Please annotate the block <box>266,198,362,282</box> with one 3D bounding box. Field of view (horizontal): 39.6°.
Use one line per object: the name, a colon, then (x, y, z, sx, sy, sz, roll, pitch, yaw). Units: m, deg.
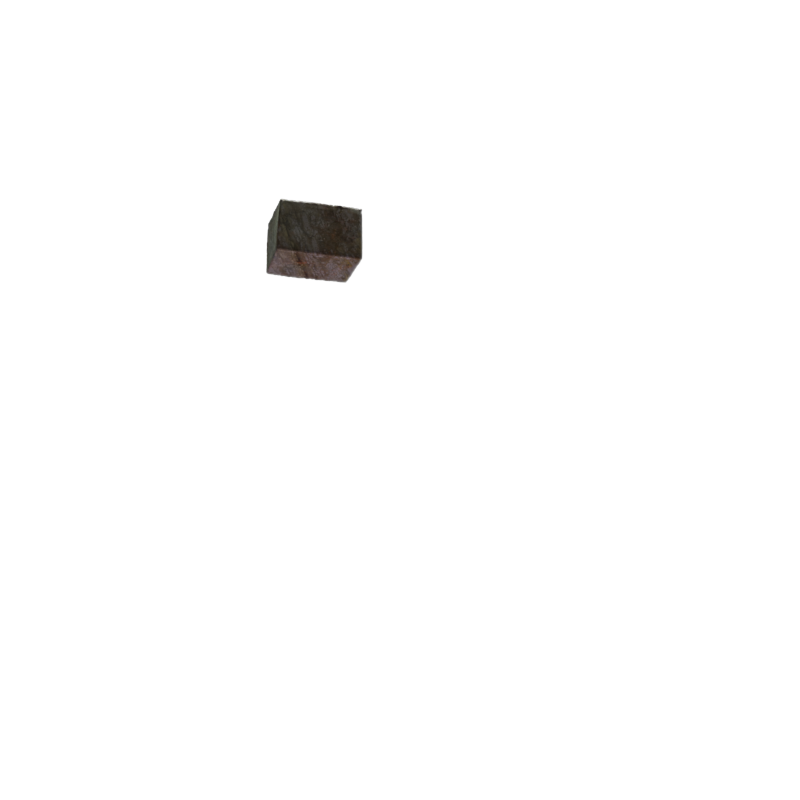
block: (-0.078, -0.142, 0.991, 0.076, 0.054, 0.051, 6, -24, -15)
